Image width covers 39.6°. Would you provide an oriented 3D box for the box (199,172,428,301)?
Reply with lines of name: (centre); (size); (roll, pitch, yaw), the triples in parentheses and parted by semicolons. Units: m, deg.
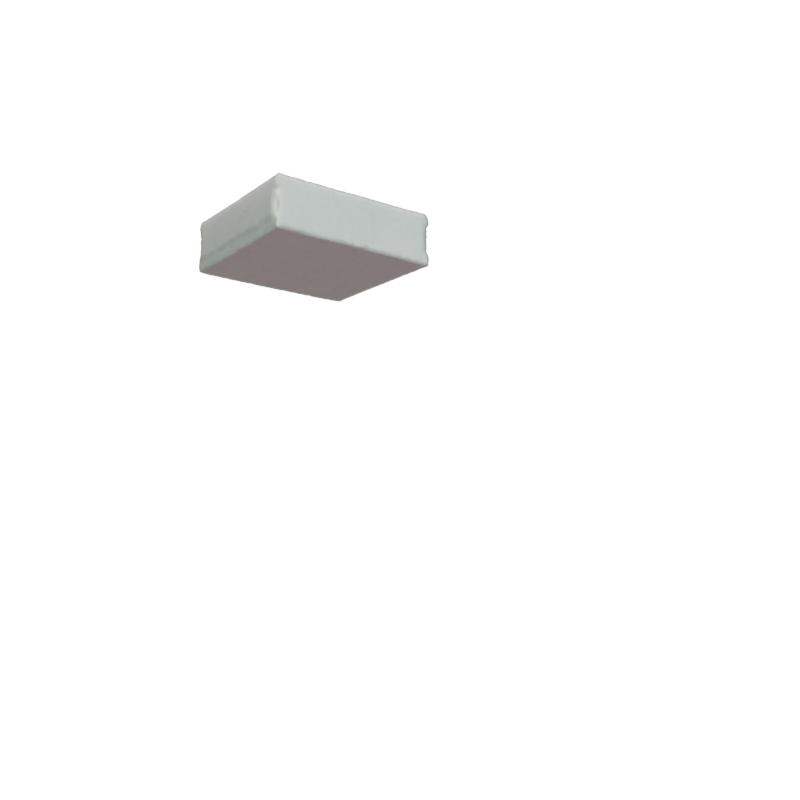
box: (-0.042, -0.077, 0.541); (0.085, 0.031, 0.074); (10, -17, -34)
